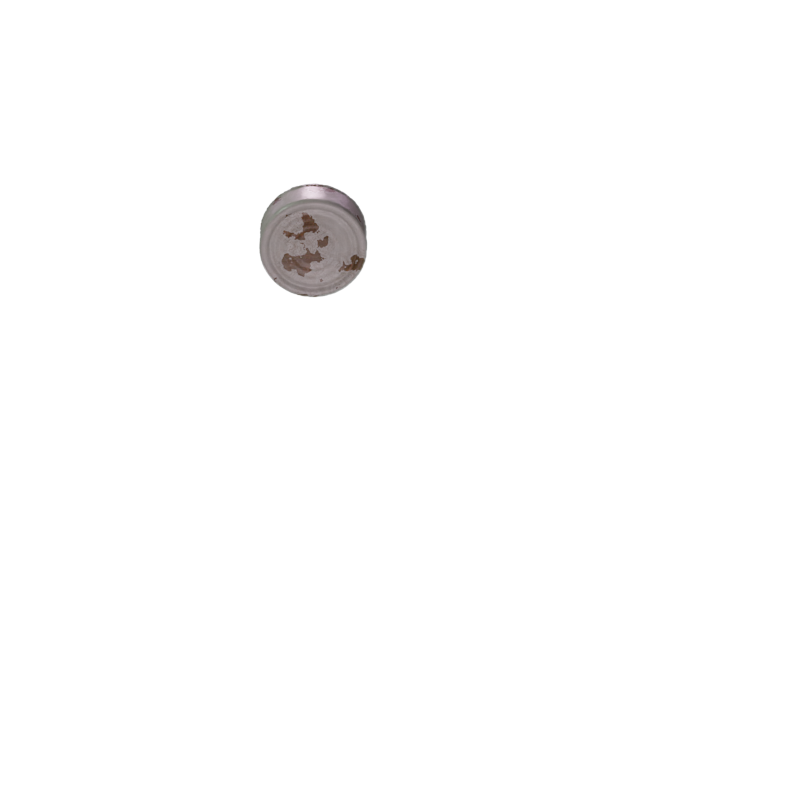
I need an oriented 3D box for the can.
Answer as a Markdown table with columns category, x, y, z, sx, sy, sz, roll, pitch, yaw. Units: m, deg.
| category | x | y | z | sx | sy | sz | roll | pitch | yaw |
| --- | --- | --- | --- | --- | --- | --- | --- | --- | --- |
| can | -0.068 | -0.125 | 0.874 | 0.086 | 0.081 | 0.036 | 1 | 27 | -1 |
